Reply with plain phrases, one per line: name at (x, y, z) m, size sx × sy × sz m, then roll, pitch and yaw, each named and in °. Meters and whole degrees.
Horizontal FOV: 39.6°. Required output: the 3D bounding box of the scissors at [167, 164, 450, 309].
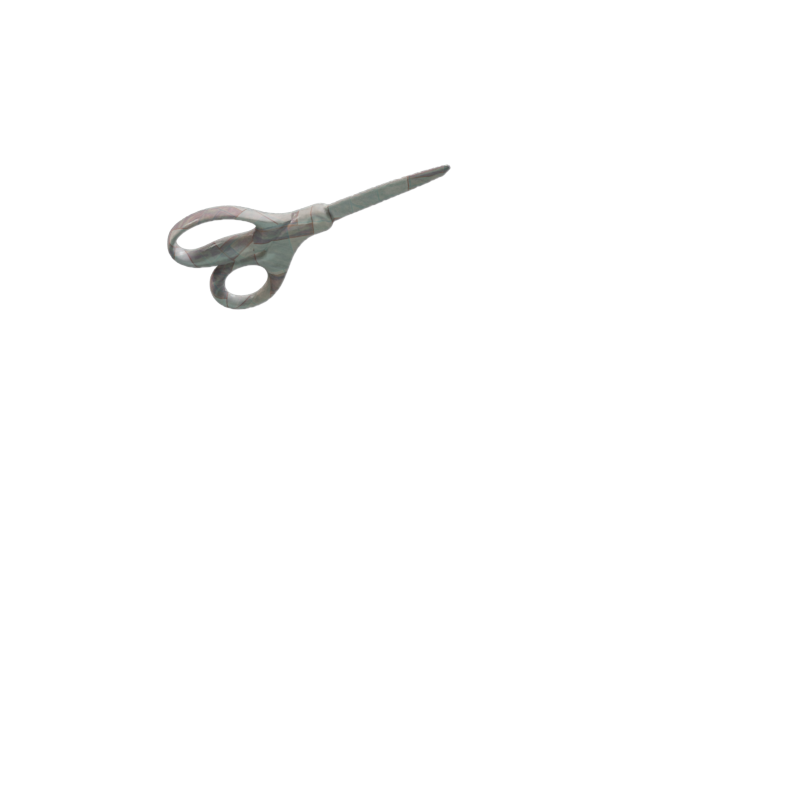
scissors at (-0.061, -0.110, 0.773) m, size 0.203 × 0.089 × 0.017 m, roll -7°, pitch 42°, yaw 6°
